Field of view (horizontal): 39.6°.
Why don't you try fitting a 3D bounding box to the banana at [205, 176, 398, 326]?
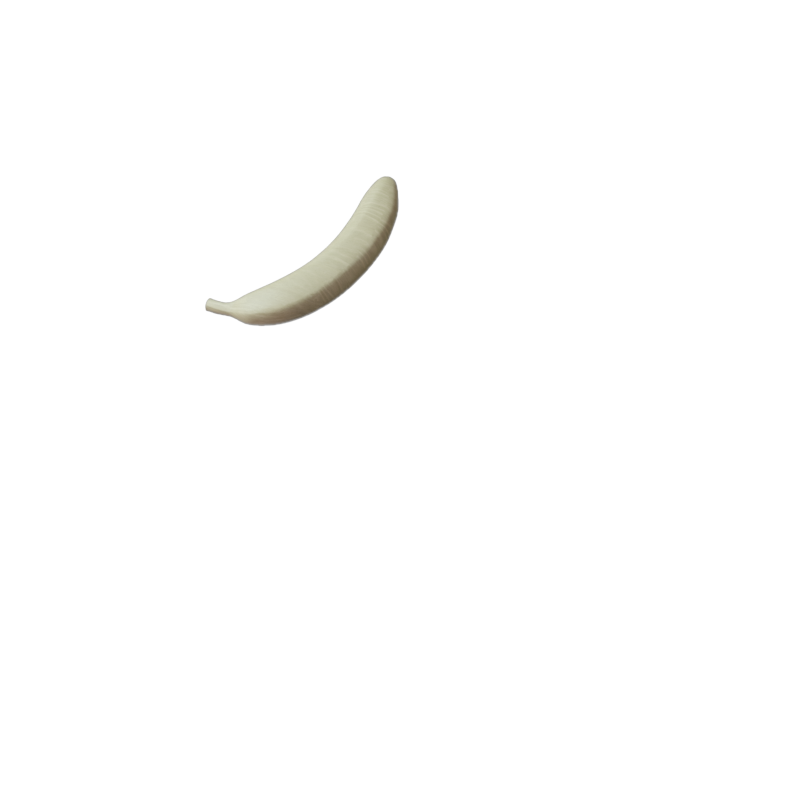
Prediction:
[{"bbox_3d":[-0.062,-0.115,0.900,0.199,0.074,0.034,-37,-24,-21],"label":"banana"}]
